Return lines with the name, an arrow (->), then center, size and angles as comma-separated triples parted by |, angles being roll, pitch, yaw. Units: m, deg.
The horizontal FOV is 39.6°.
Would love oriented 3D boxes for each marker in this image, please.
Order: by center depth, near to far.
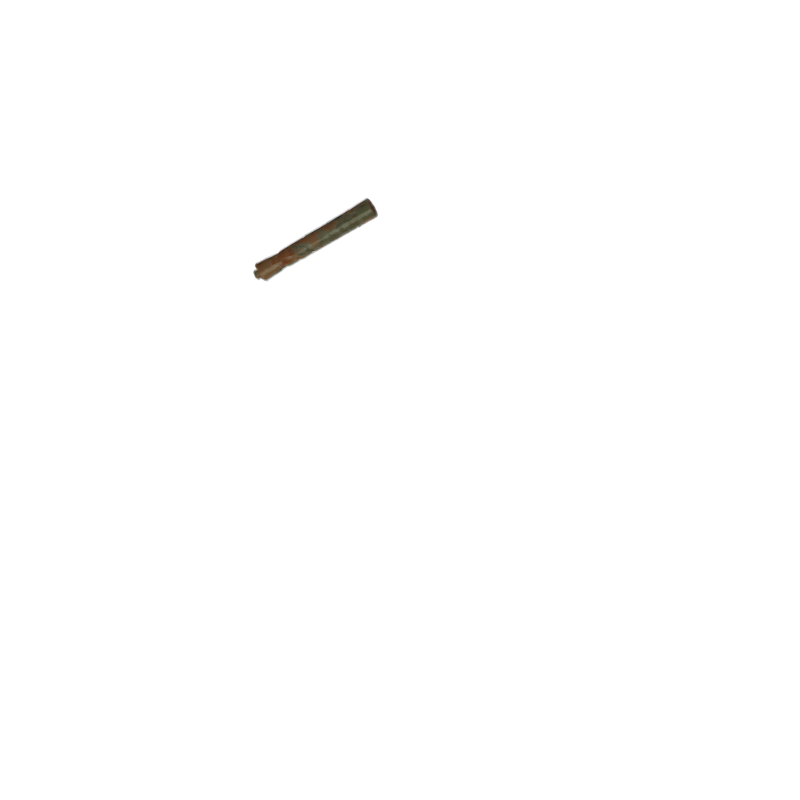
marker -> -0.075, -0.137, 0.958 | 0.121, 0.020, 0.019 | -28, -3, 14
